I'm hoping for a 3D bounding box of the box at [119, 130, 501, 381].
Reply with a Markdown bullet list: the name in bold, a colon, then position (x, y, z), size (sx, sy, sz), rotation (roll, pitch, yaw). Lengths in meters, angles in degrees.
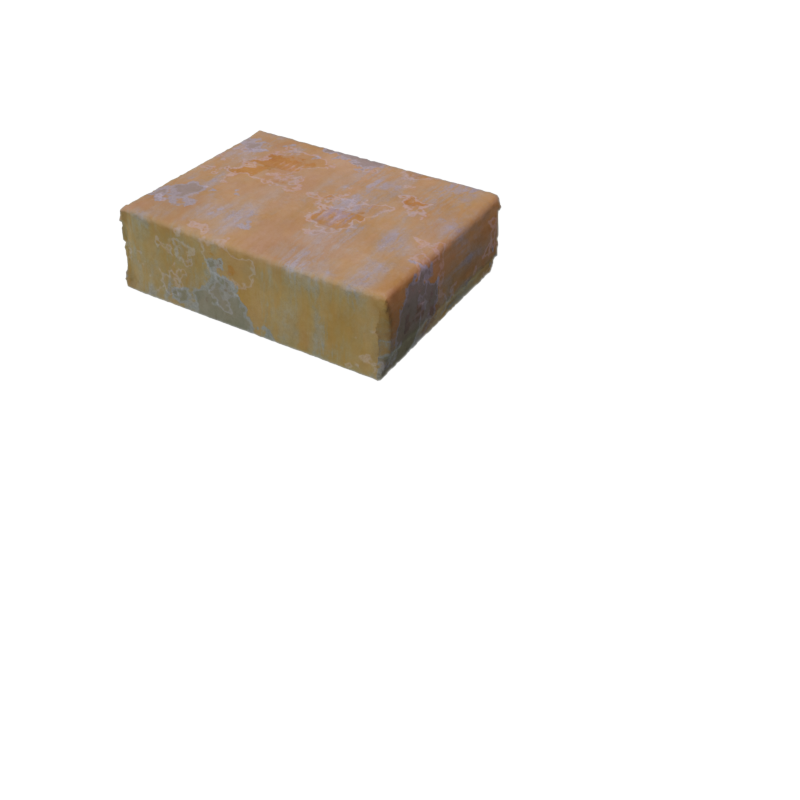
- **box**: position (-0.032, -0.059, 0.412), size (0.119, 0.037, 0.091), rotation (18, 36, 25)
